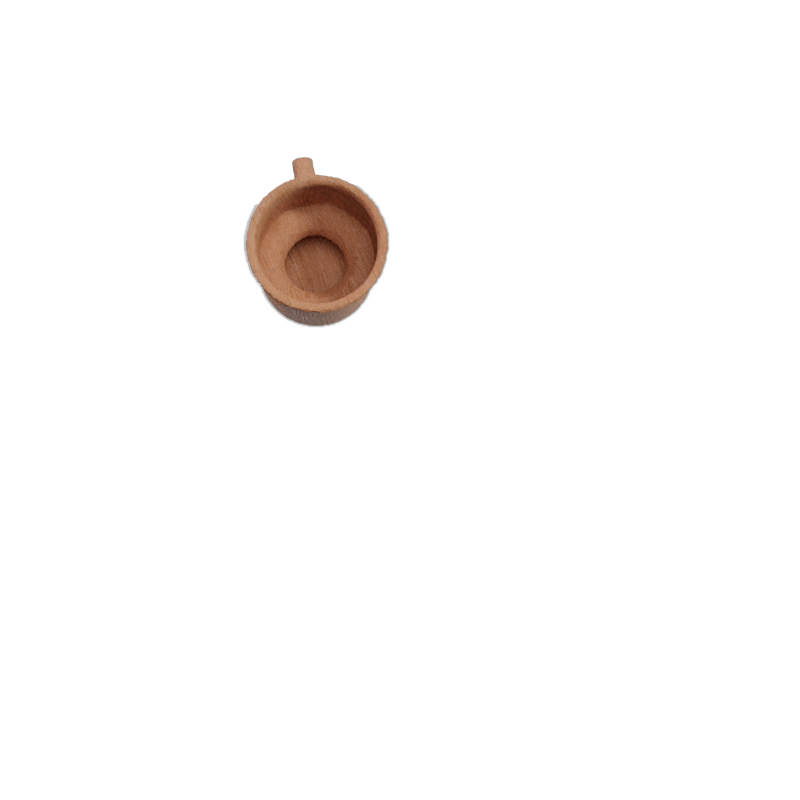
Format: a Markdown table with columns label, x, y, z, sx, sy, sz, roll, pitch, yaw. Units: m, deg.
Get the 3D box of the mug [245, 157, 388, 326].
| label | x | y | z | sx | sy | sz | roll | pitch | yaw |
| --- | --- | --- | --- | --- | --- | --- | --- | --- | --- |
| mug | -0.059 | -0.109 | 0.760 | 0.093 | 0.122 | 0.079 | -12 | -13 | -4 |
